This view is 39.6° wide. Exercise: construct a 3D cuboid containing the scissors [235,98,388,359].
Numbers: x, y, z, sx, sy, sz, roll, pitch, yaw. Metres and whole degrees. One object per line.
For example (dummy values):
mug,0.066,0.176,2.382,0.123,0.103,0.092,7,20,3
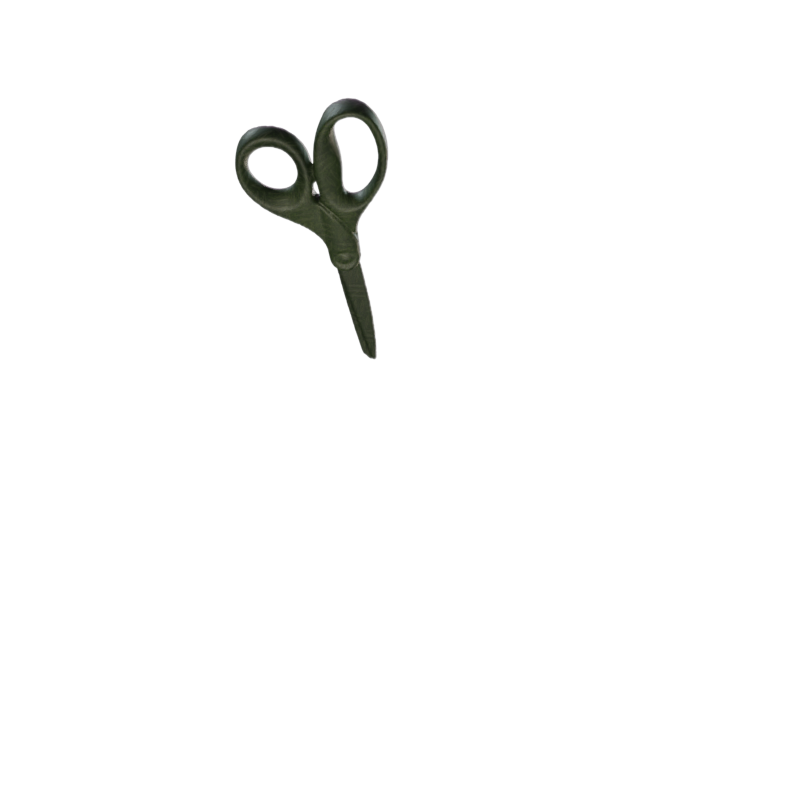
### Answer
scissors,-0.053,-0.096,0.671,0.096,0.189,0.017,4,44,-4
